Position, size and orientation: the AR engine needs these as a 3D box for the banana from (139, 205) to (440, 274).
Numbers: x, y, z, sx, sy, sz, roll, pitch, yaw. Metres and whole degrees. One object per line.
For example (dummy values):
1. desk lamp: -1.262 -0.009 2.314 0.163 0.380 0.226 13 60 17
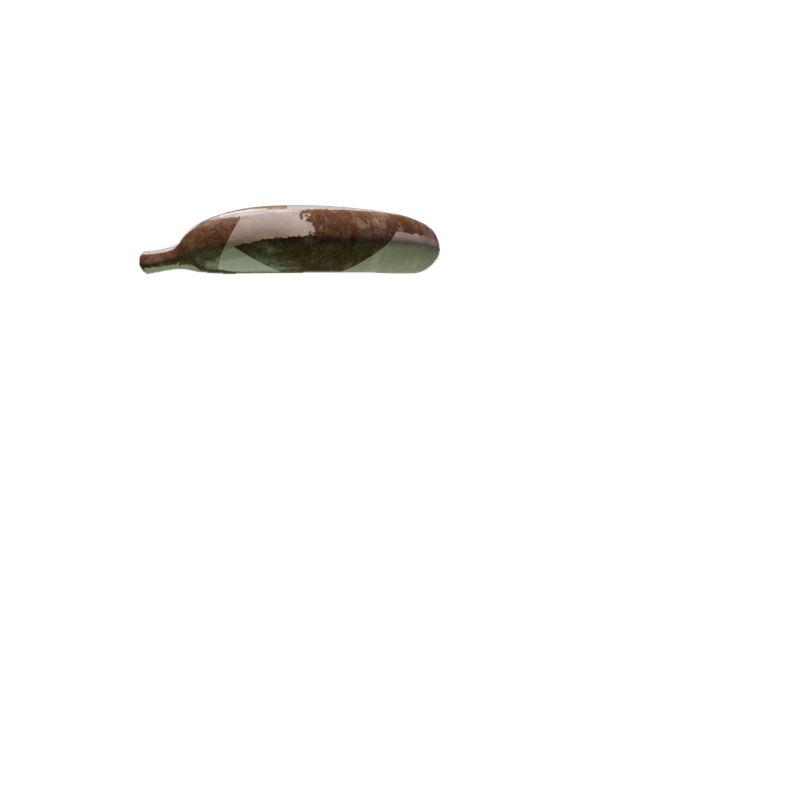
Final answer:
1. banana: -0.041 -0.088 0.614 0.191 0.037 0.072 -4 7 -35
